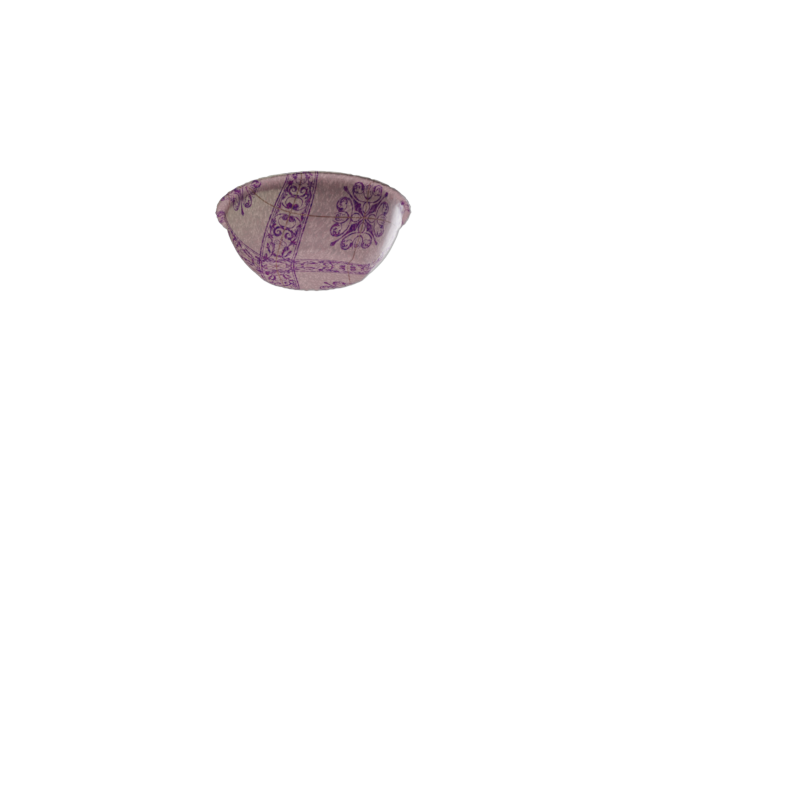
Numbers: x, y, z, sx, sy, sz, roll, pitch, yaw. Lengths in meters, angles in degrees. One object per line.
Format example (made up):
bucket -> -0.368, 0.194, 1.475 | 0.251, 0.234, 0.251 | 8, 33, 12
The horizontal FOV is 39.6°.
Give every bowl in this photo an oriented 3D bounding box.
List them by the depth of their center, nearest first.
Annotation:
bowl -> -0.071, -0.130, 0.911 | 0.162, 0.057, 0.155 | 0, -16, -2
